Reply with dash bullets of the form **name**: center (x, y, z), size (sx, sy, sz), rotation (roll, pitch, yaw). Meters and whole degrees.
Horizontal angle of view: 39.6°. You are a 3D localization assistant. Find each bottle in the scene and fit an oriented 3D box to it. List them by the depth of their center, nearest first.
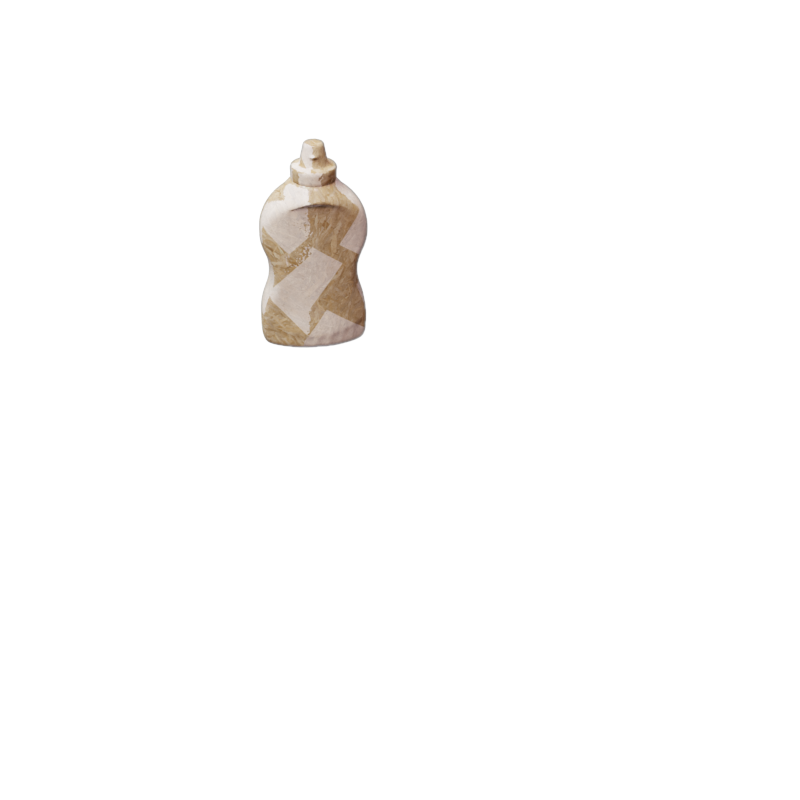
- **bottle**: center (-0.078, -0.141, 0.991), size (0.095, 0.181, 0.062), rotation (-1, 29, -6)
